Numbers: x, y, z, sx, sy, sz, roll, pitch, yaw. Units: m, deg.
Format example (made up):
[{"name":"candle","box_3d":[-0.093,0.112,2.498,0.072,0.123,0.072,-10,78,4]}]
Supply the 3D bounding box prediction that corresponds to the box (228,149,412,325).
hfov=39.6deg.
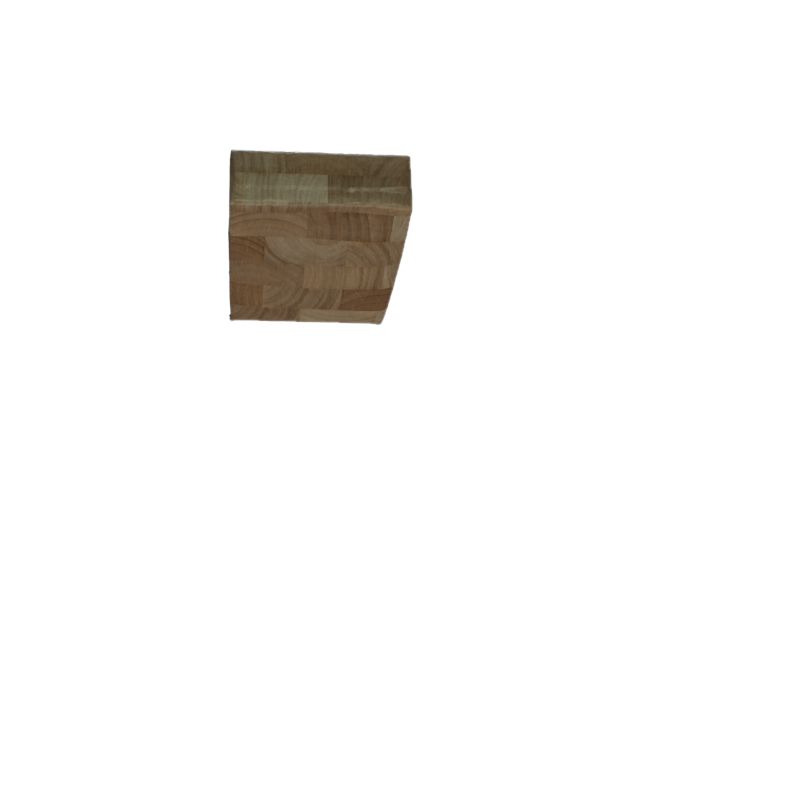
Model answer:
[{"name":"box","box_3d":[-0.045,-0.083,0.579,0.089,0.042,0.107,3,-32,-6]}]
